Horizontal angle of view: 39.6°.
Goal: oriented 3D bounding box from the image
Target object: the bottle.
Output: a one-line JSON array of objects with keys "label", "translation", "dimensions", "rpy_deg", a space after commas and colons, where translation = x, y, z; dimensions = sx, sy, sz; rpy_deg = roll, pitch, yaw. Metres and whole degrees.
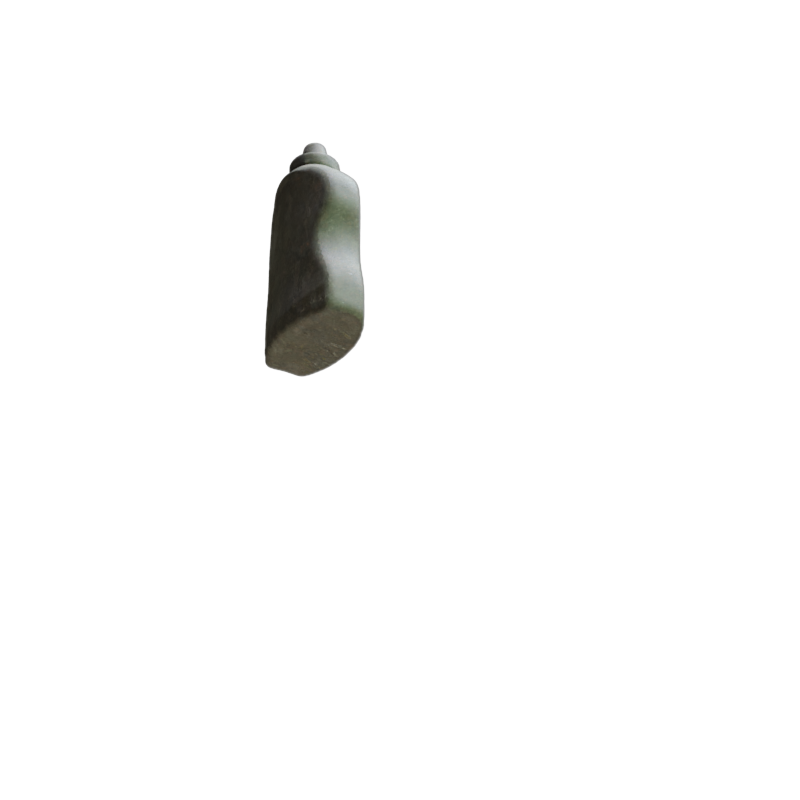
[{"label": "bottle", "translation": [-0.066, -0.121, 0.850], "dimensions": [0.056, 0.205, 0.094], "rpy_deg": [17, -39, -26]}]
